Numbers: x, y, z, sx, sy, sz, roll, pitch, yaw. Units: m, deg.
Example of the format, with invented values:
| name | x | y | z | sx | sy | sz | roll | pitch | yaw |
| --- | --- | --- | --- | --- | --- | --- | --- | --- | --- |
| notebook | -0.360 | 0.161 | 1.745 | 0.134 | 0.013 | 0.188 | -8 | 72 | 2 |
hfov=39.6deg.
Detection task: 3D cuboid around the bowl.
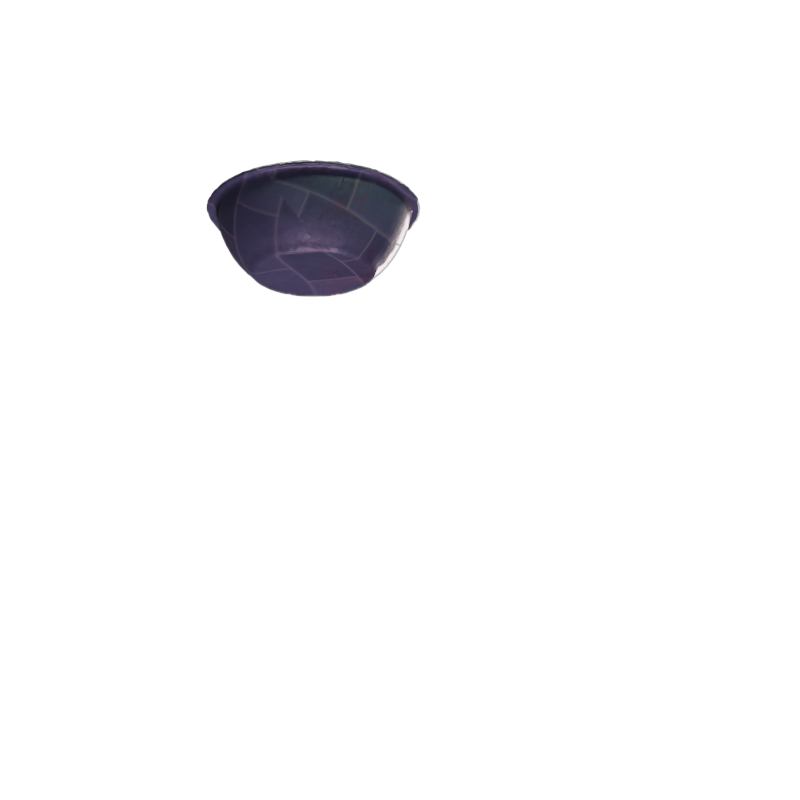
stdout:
| name | x | y | z | sx | sy | sz | roll | pitch | yaw |
| --- | --- | --- | --- | --- | --- | --- | --- | --- | --- |
| bowl | -0.065 | -0.119 | 0.833 | 0.162 | 0.058 | 0.155 | 0 | -18 | -2 |
